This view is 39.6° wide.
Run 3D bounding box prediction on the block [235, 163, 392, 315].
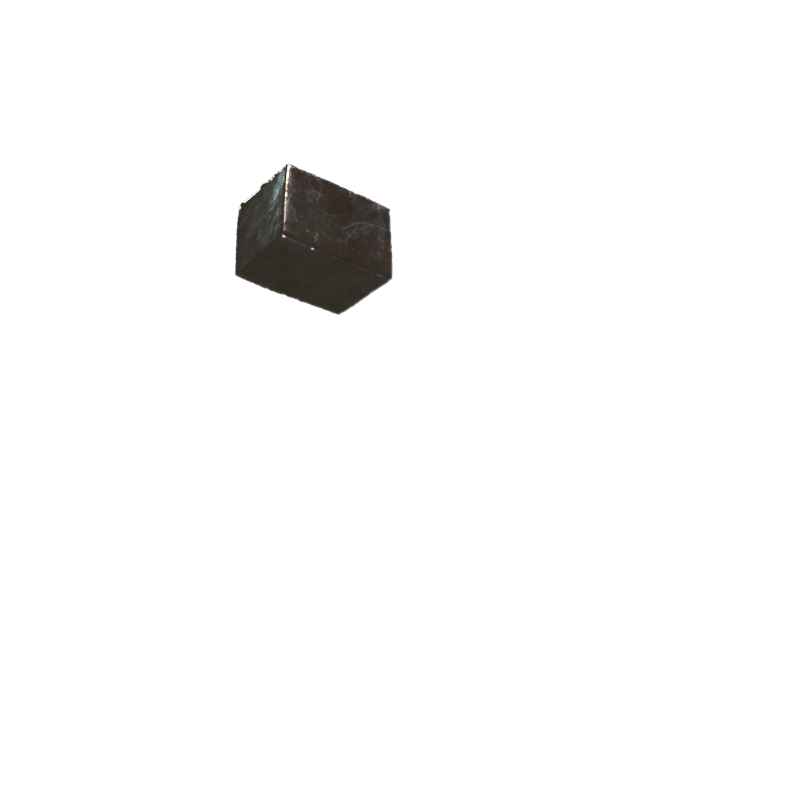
[{"bbox_3d":[-0.051,-0.092,0.645,0.074,0.055,0.052,20,-37,-32],"label":"block"}]
